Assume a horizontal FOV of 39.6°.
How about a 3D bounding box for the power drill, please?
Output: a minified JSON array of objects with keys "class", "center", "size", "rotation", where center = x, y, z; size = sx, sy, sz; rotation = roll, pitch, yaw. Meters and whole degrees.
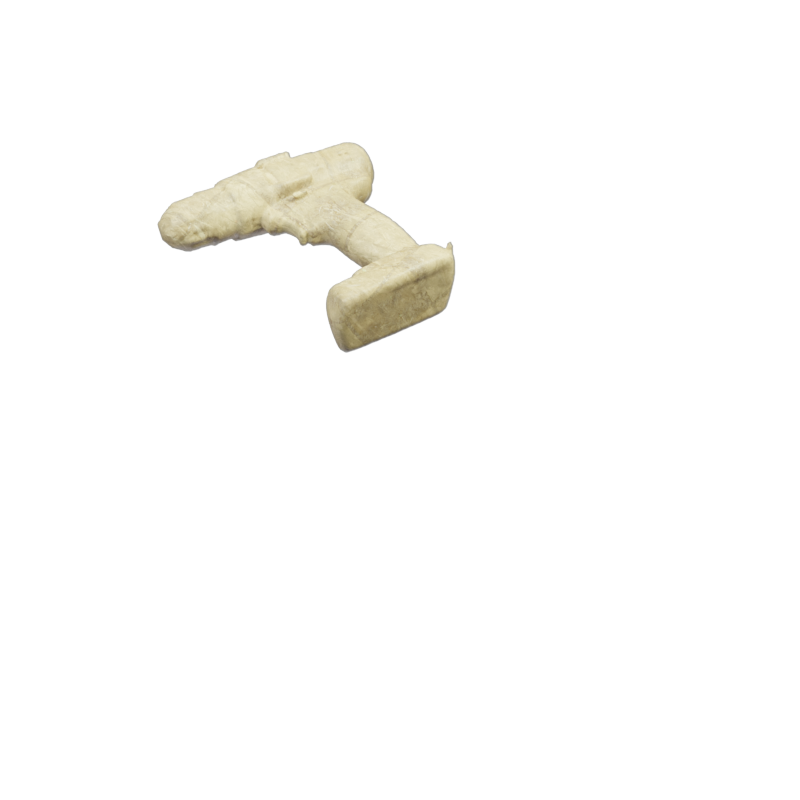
[{"class":"power drill","center":[-0.065,-0.118,0.827],"size":[0.183,0.053,0.202],"rotation":[-25,50,-23]}]
